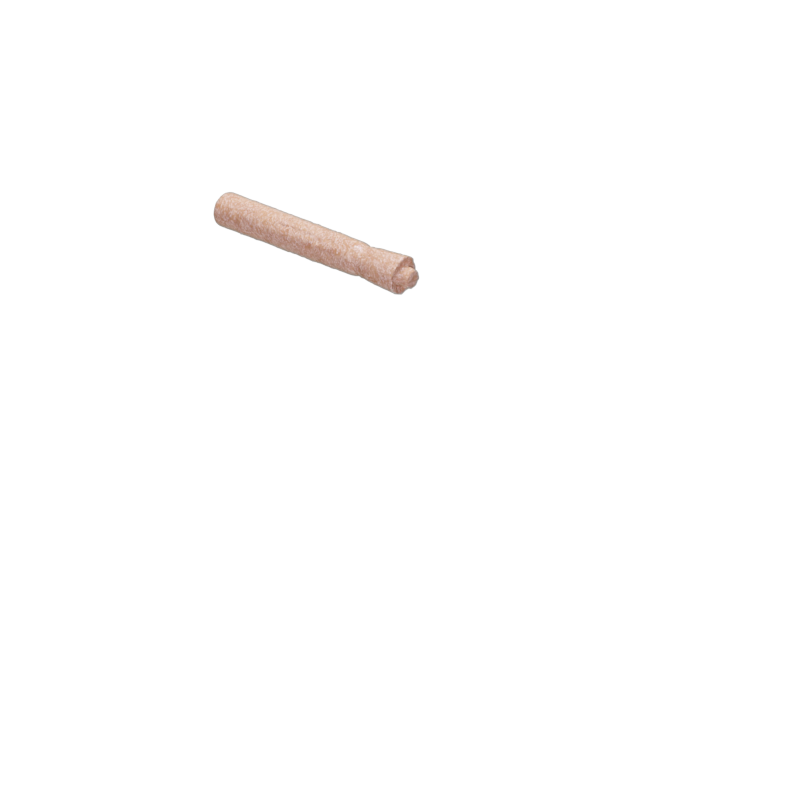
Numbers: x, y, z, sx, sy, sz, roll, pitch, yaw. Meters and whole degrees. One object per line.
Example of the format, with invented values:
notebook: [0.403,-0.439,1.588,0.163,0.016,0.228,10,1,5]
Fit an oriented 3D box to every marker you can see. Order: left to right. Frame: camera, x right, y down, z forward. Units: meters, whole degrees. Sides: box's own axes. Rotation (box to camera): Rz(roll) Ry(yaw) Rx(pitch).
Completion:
marker: [-0.042,-0.077,0.540,0.128,0.019,0.019,25,17,34]
